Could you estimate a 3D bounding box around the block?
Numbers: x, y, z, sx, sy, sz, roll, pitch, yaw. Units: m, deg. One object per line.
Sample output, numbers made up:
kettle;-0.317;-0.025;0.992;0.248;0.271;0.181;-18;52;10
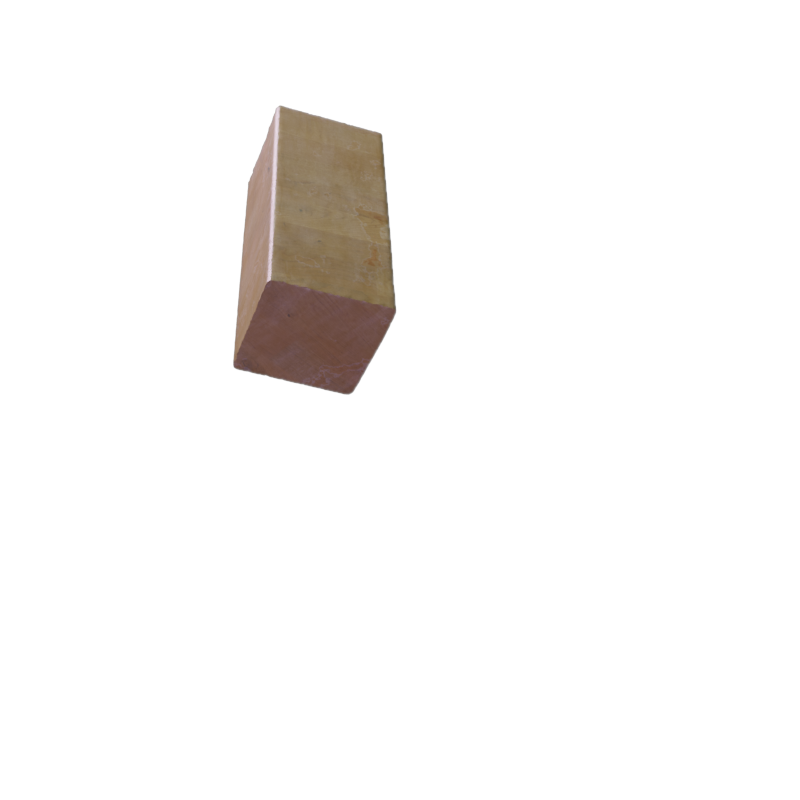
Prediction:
block;-0.064;-0.117;0.822;0.088;0.221;0.086;13;-48;-16
